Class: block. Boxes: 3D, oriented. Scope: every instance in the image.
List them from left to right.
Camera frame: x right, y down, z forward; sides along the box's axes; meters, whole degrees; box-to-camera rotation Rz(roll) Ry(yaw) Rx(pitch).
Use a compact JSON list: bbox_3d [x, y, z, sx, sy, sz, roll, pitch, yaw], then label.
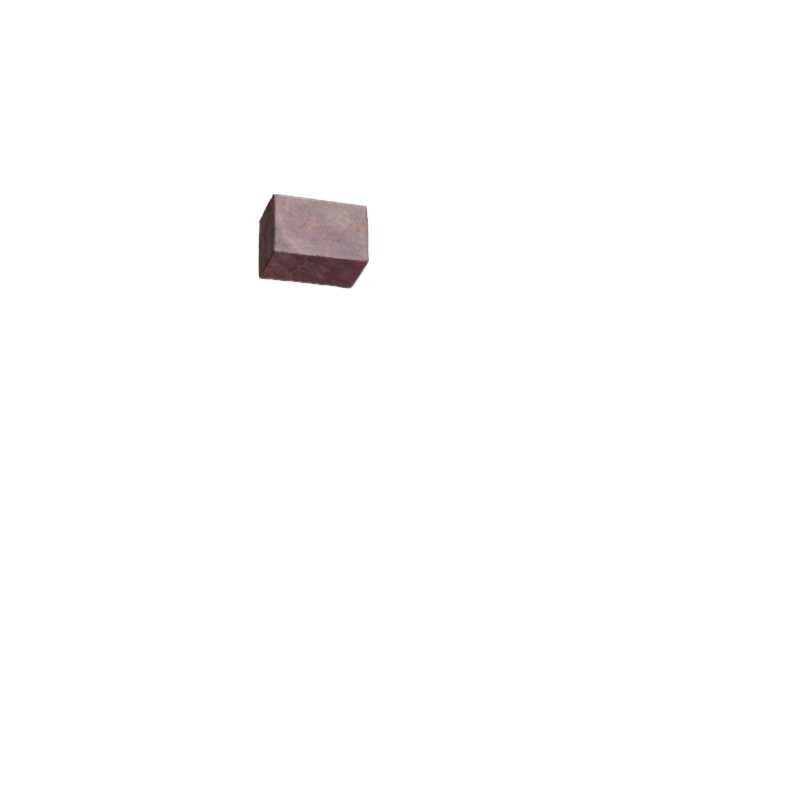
[{"bbox_3d":[-0.068,-0.124,0.870,0.076,0.054,0.051,6,-24,-16],"label":"block"}]
